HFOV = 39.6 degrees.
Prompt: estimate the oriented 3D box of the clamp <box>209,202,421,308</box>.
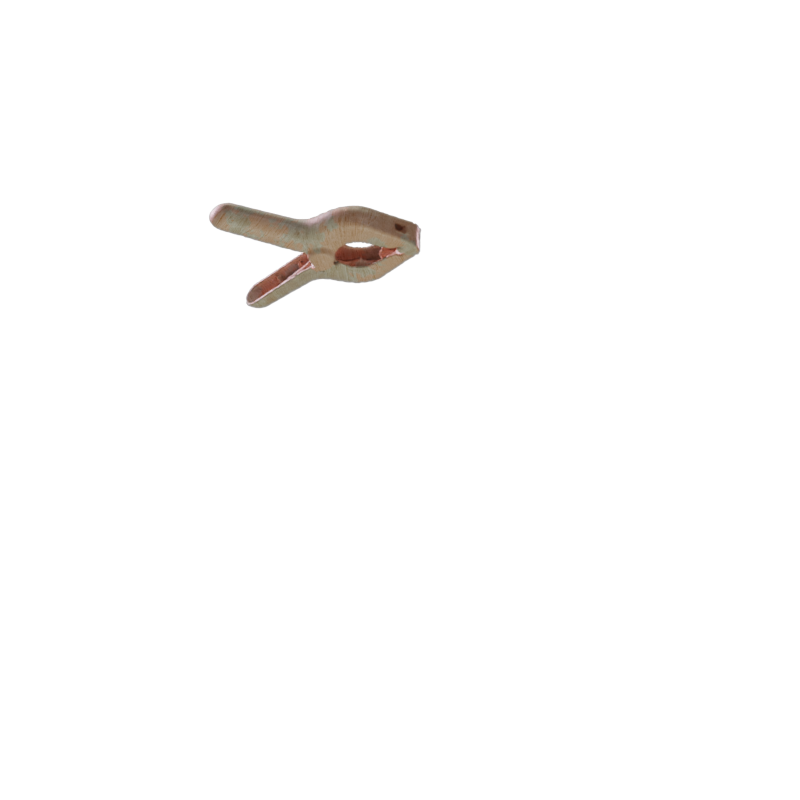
[{"bbox_3d":[-0.072,-0.132,0.921,0.173,0.042,0.111,-12,-35,17],"label":"clamp"}]
